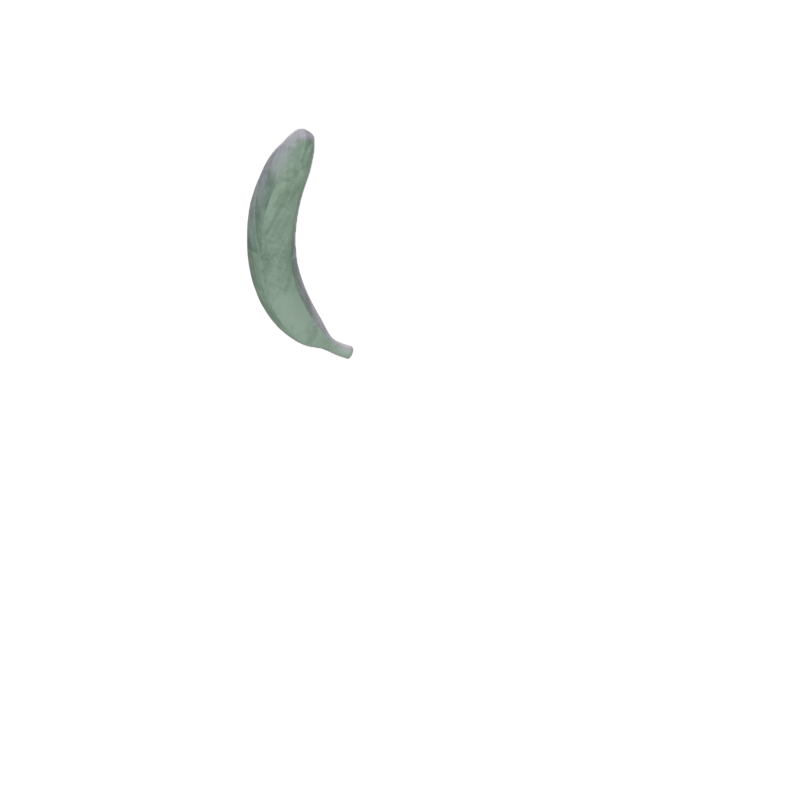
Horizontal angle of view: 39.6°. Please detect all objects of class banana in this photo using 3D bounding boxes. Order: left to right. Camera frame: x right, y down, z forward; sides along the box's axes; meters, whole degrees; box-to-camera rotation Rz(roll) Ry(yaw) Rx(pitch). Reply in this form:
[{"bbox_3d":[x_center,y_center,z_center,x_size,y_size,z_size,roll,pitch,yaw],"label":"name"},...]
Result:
[{"bbox_3d":[-0.084,-0.116,0.854,0.070,0.185,0.039,-8,31,4],"label":"banana"}]
